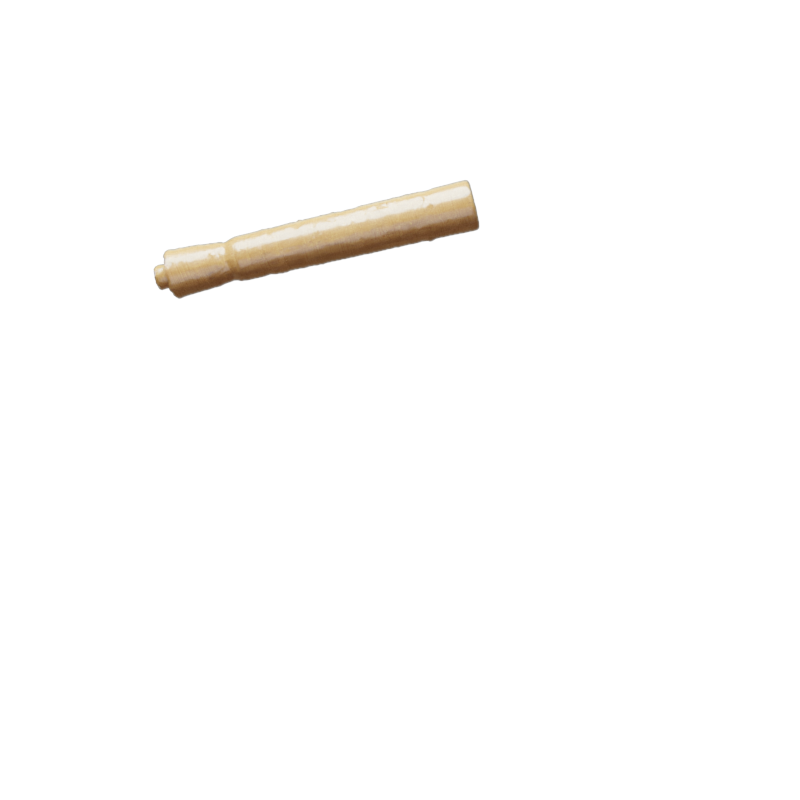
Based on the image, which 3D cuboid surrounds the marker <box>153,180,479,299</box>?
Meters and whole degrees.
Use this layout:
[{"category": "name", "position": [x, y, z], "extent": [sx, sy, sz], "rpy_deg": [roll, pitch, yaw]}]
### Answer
[{"category": "marker", "position": [-0.032, -0.058, 0.409], "extent": [0.121, 0.020, 0.020], "rpy_deg": [-12, 3, 6]}]
